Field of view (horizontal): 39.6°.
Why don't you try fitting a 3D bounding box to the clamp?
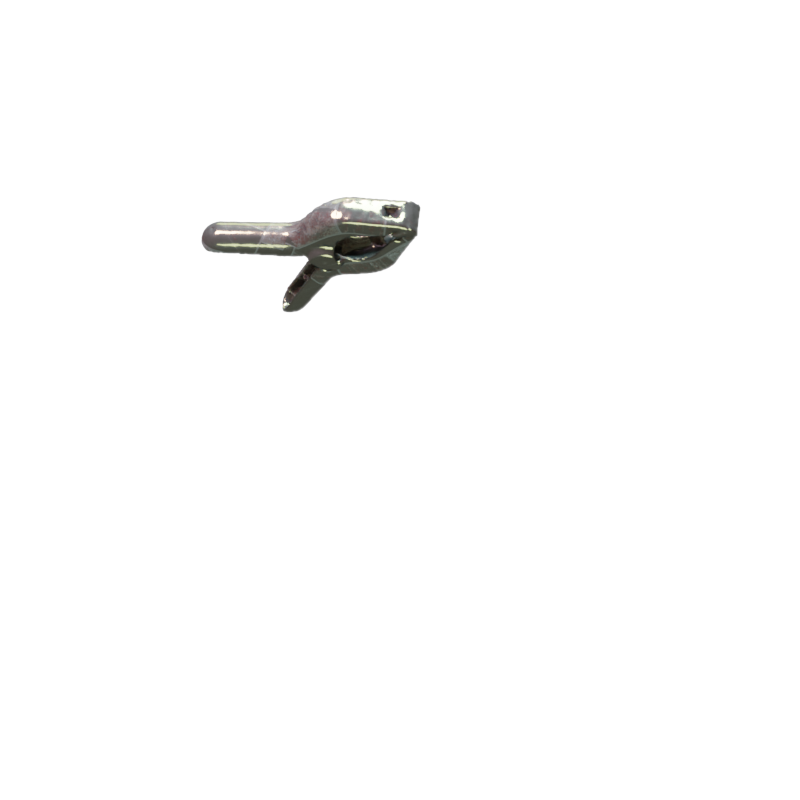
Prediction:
[{"bbox_3d":[-0.068,-0.123,0.862,0.172,0.042,0.112,-22,-33,37],"label":"clamp"}]
